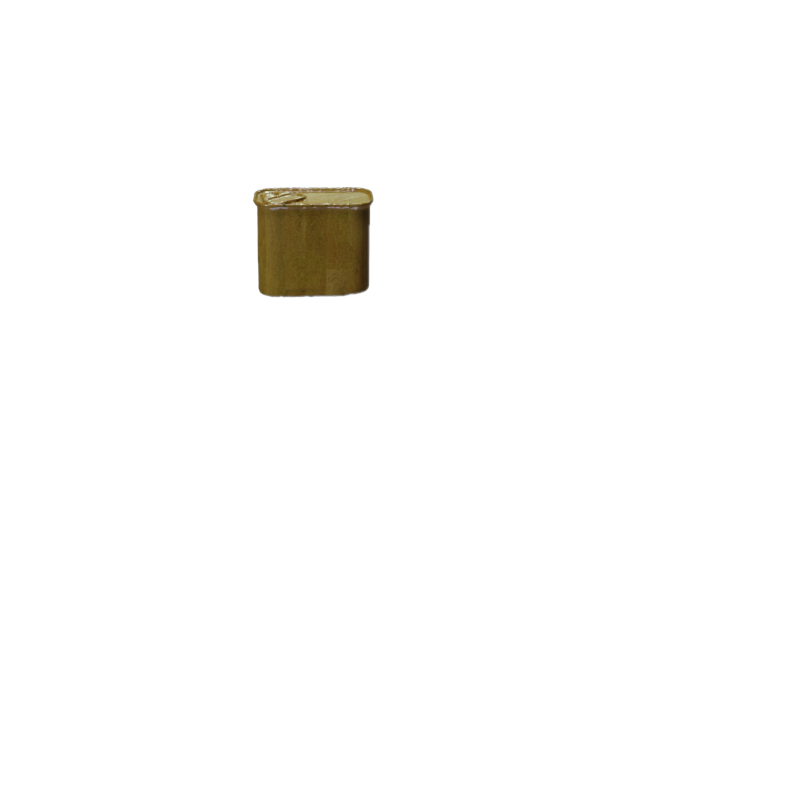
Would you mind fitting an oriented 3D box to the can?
[{"bbox_3d":[-0.075,-0.137,0.956,0.102,0.080,0.060,0,20,-2],"label":"can"}]
